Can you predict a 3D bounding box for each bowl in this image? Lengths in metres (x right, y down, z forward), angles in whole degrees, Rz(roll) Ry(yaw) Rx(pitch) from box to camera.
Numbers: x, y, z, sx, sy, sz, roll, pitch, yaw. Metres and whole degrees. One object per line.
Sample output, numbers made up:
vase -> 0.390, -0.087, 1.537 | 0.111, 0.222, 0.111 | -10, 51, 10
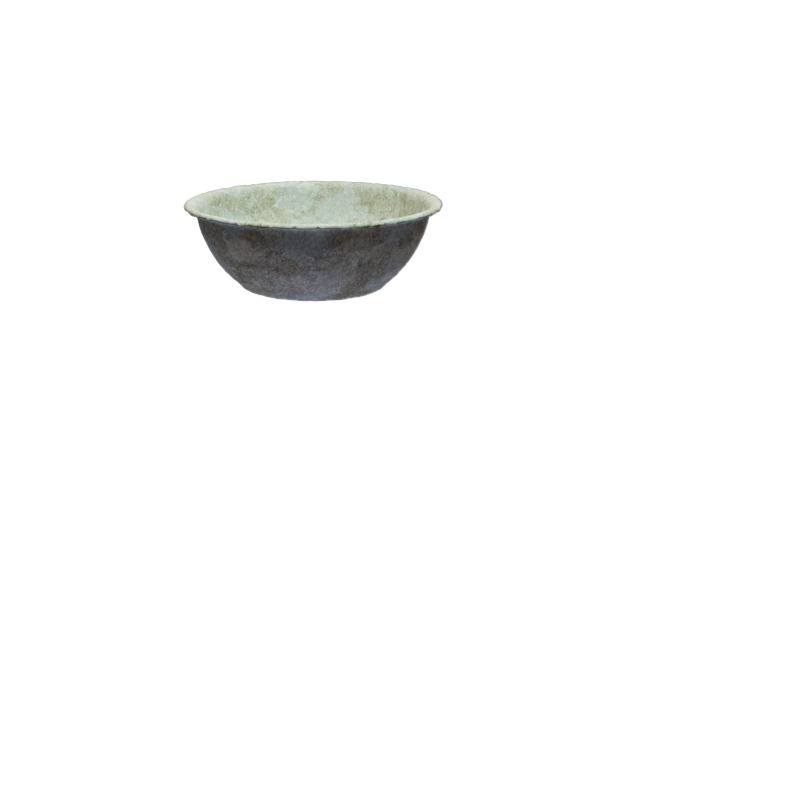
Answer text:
bowl -> -0.055, -0.100, 0.700 | 0.162, 0.053, 0.168 | -1, 19, -2
